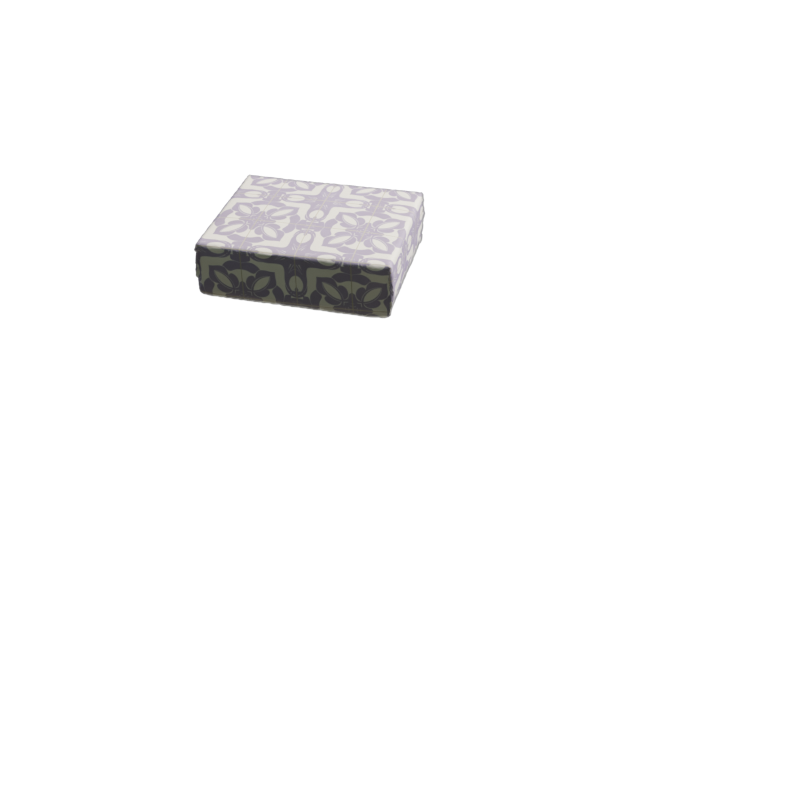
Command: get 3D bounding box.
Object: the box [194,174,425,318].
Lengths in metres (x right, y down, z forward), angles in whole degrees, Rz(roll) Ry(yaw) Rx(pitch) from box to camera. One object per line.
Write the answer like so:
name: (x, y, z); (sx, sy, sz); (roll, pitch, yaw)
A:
box: (-0.050, -0.091, 0.635); (0.116, 0.036, 0.094); (9, 37, 12)
